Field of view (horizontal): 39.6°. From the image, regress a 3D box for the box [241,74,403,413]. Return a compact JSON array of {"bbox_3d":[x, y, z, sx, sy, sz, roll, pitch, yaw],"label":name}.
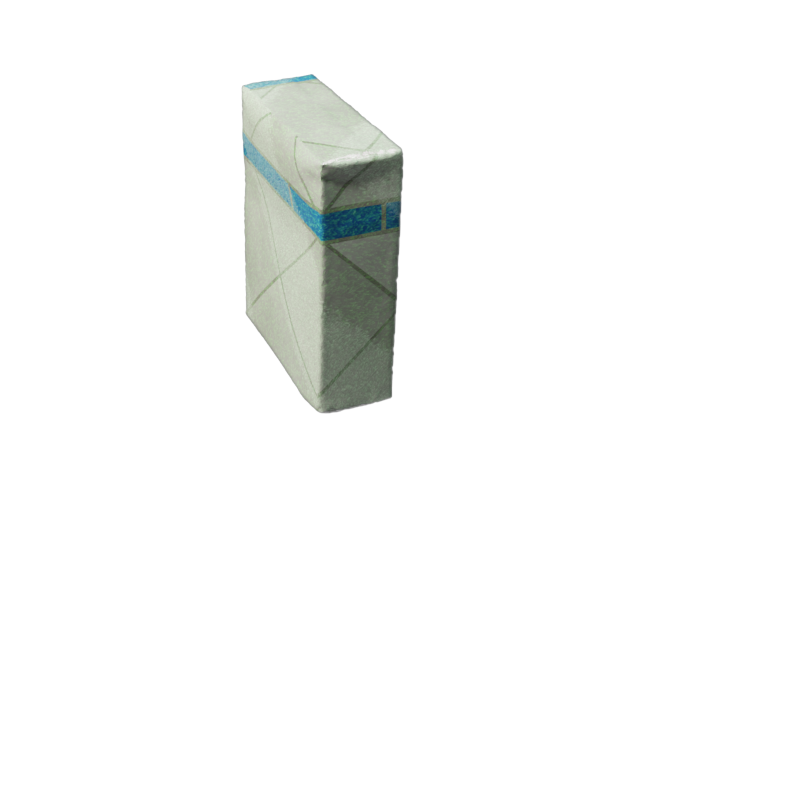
[{"bbox_3d":[-0.067,-0.123,0.861,0.071,0.201,0.177,-12,35,-22],"label":"box"}]
